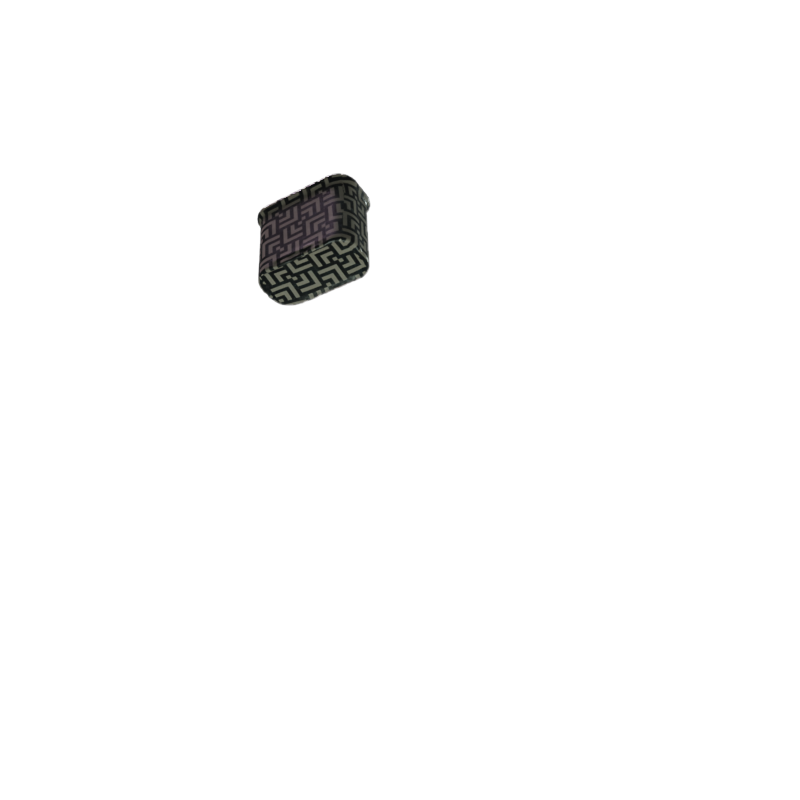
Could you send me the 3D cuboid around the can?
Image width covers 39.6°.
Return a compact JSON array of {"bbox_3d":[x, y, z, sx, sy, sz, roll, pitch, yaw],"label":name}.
[{"bbox_3d":[-0.076,-0.139,0.971,0.102,0.090,0.053,-23,-47,20],"label":"can"}]
